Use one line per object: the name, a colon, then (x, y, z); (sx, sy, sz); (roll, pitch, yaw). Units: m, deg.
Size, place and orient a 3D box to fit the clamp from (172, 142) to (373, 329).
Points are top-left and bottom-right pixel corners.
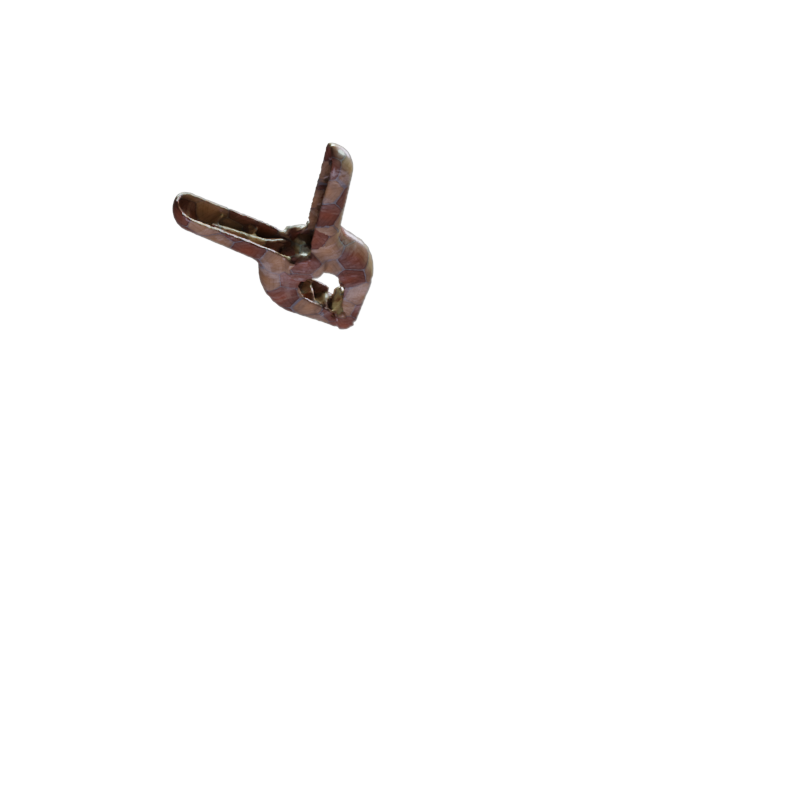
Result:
clamp: (-0.058, -0.106, 0.744); (0.121, 0.042, 0.159); (-15, -32, 25)
